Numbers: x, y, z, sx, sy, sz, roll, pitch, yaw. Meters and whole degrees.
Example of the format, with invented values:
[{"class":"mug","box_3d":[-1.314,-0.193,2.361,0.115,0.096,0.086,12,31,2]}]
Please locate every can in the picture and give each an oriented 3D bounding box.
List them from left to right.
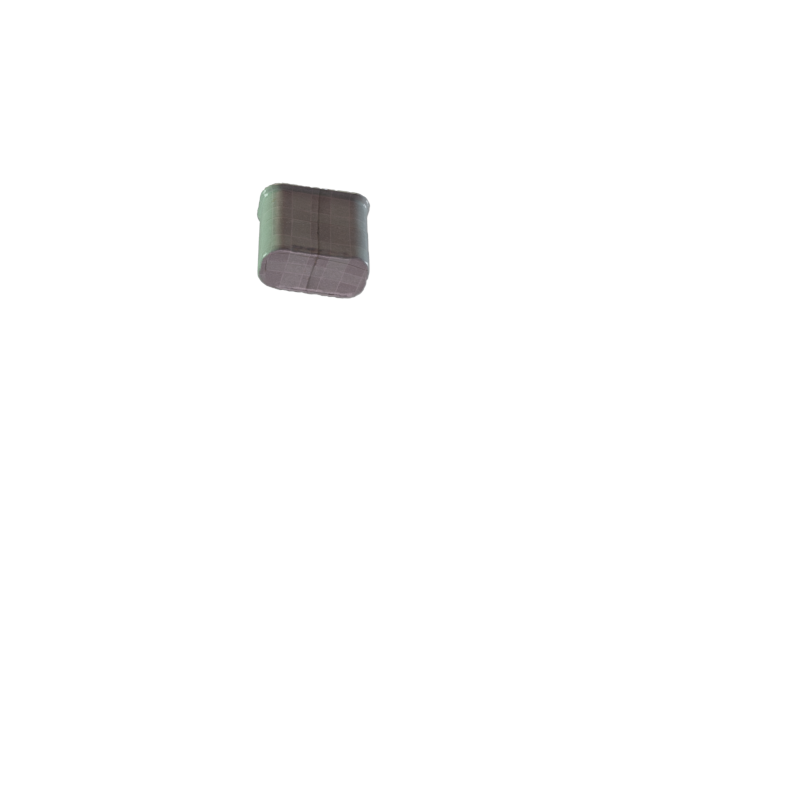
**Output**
[{"class":"can","box_3d":[-0.078,-0.142,0.992,0.100,0.090,0.054,6,-42,-9]}]
